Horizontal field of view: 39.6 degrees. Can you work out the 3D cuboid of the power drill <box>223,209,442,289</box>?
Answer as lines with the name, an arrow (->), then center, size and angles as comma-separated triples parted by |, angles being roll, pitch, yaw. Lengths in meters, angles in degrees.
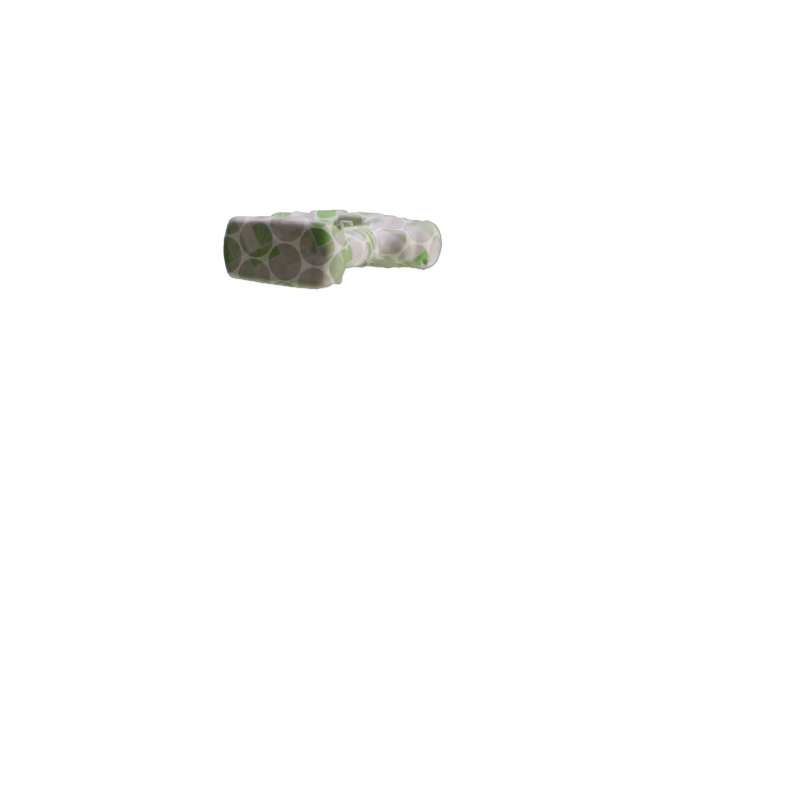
power drill -> -0.077, -0.141, 0.985 | 0.191, 0.056, 0.185 | 6, 14, 25
